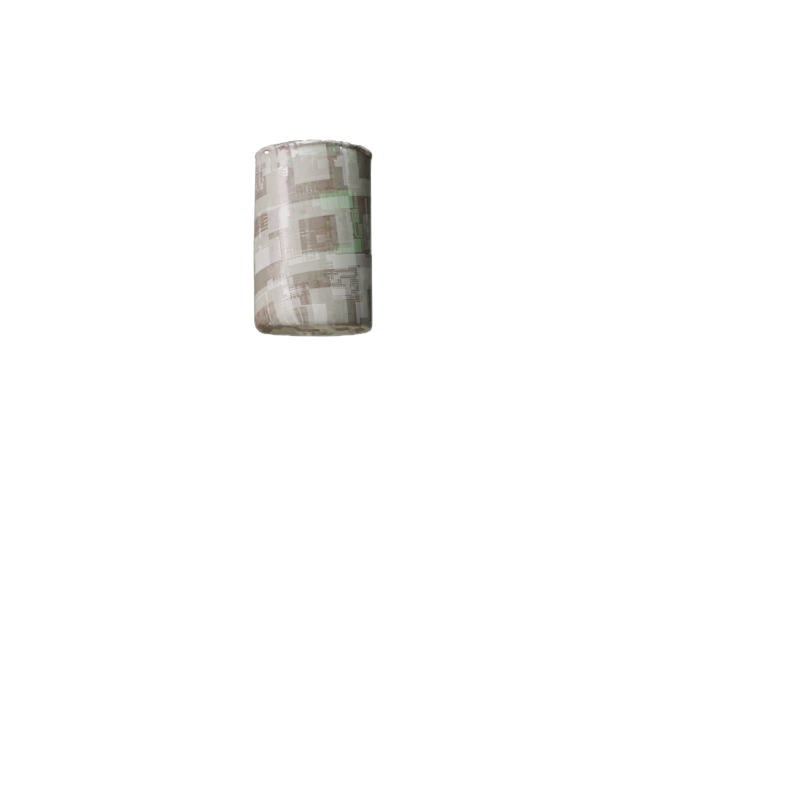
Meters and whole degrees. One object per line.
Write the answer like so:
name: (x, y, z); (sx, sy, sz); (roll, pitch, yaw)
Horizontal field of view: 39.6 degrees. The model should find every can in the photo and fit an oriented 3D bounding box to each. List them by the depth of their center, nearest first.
can: (-0.049, -0.090, 0.630); (0.068, 0.105, 0.067); (0, -8, -2)
